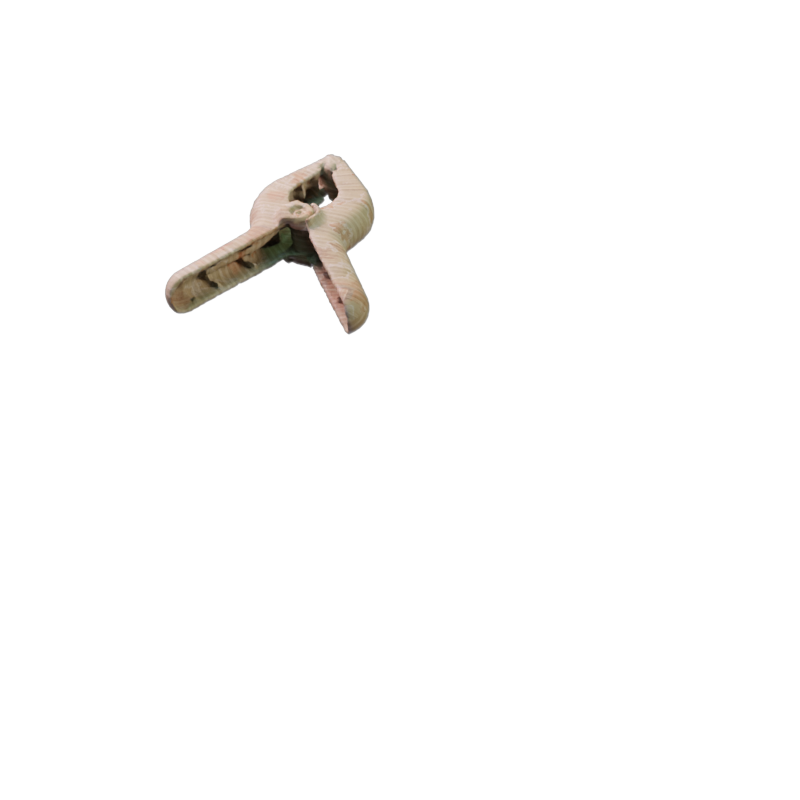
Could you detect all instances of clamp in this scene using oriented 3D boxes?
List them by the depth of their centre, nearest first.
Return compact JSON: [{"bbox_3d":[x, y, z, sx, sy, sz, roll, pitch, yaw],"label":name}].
[{"bbox_3d":[-0.053,-0.097,0.681,0.124,0.037,0.178,16,44,16],"label":"clamp"}]
